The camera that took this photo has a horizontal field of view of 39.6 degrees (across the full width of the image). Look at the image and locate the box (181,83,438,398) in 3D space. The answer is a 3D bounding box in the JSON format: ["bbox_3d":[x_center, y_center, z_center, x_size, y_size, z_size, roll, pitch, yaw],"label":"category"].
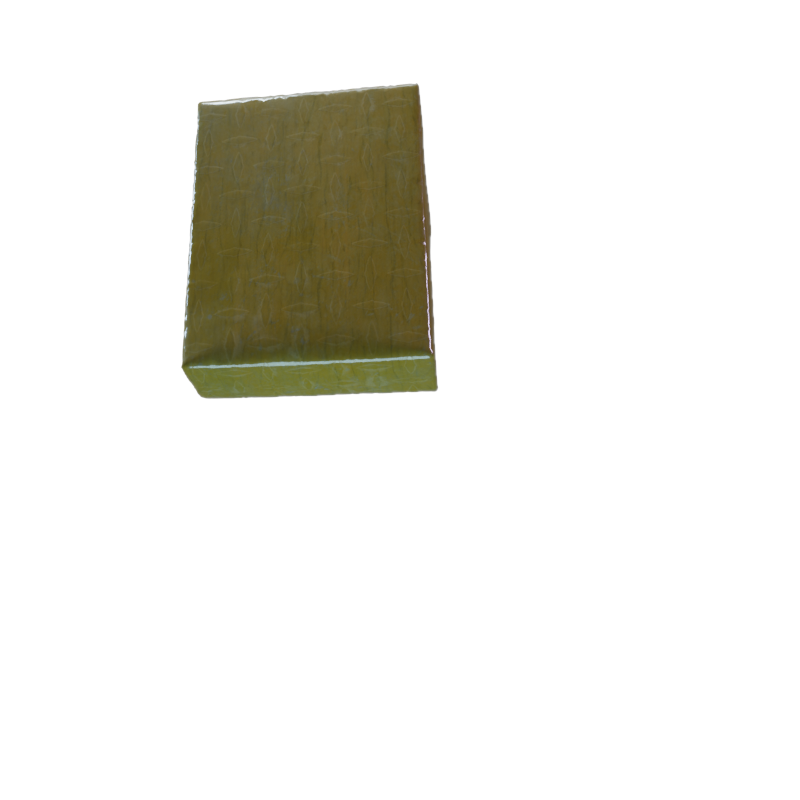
[{"bbox_3d":[-0.061,-0.111,0.776,0.165,0.227,0.067,-4,-28,5],"label":"box"}]
